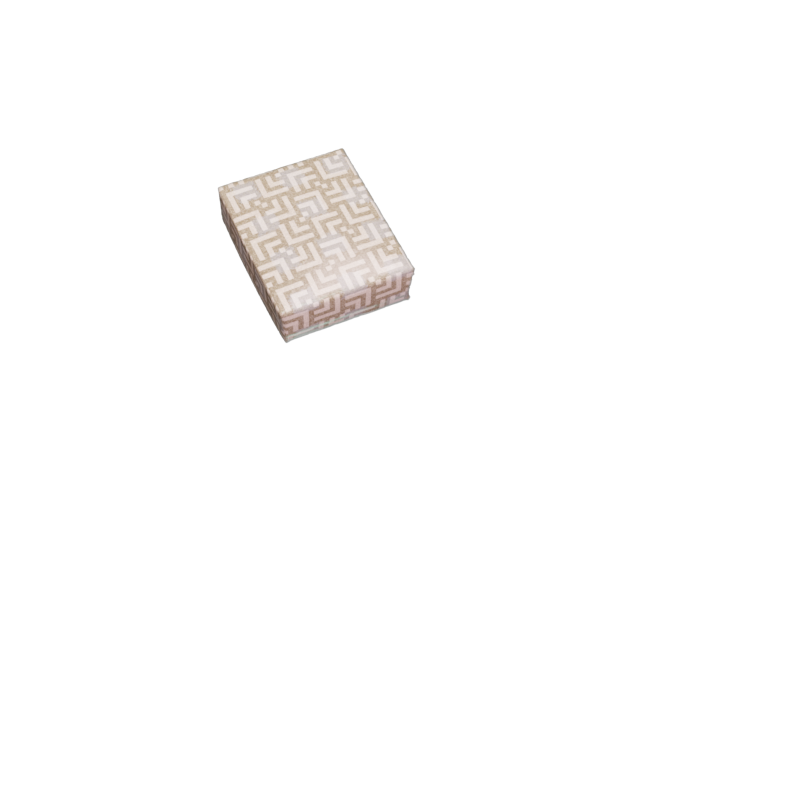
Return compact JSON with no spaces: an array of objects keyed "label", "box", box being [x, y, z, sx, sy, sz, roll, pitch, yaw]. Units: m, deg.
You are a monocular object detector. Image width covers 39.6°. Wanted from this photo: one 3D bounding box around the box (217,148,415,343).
[{"label":"box","box":[-0.055,-0.101,0.707,0.089,0.122,0.036,-21,-30,-13]}]
